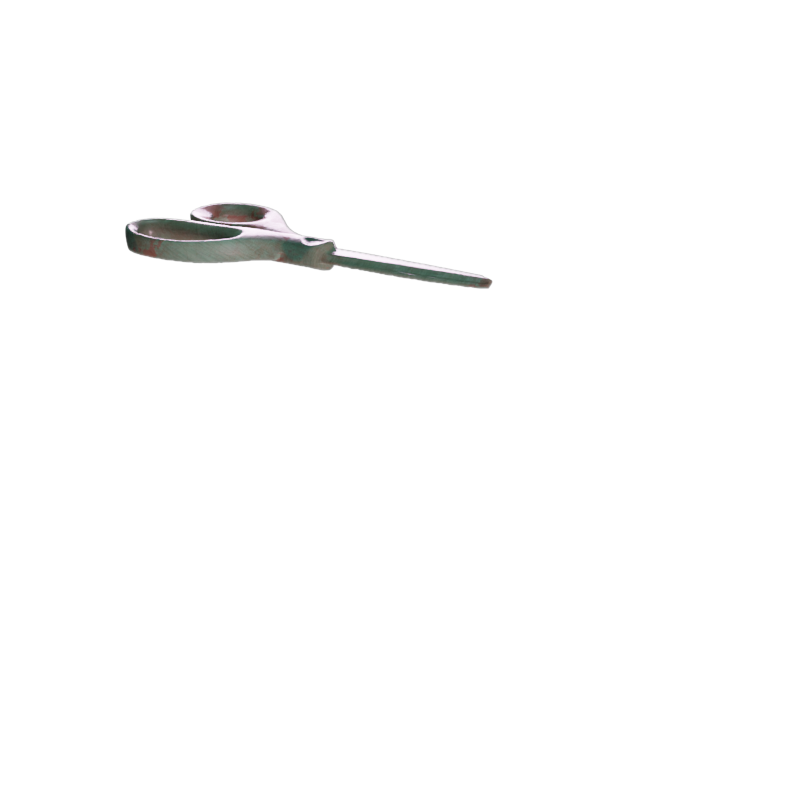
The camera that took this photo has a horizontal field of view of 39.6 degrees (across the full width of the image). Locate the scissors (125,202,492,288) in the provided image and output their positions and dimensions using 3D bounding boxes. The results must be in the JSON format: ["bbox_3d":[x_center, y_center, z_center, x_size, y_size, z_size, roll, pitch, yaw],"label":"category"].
[{"bbox_3d":[-0.046,-0.084,0.589,0.206,0.015,0.098,7,24,15],"label":"scissors"}]
